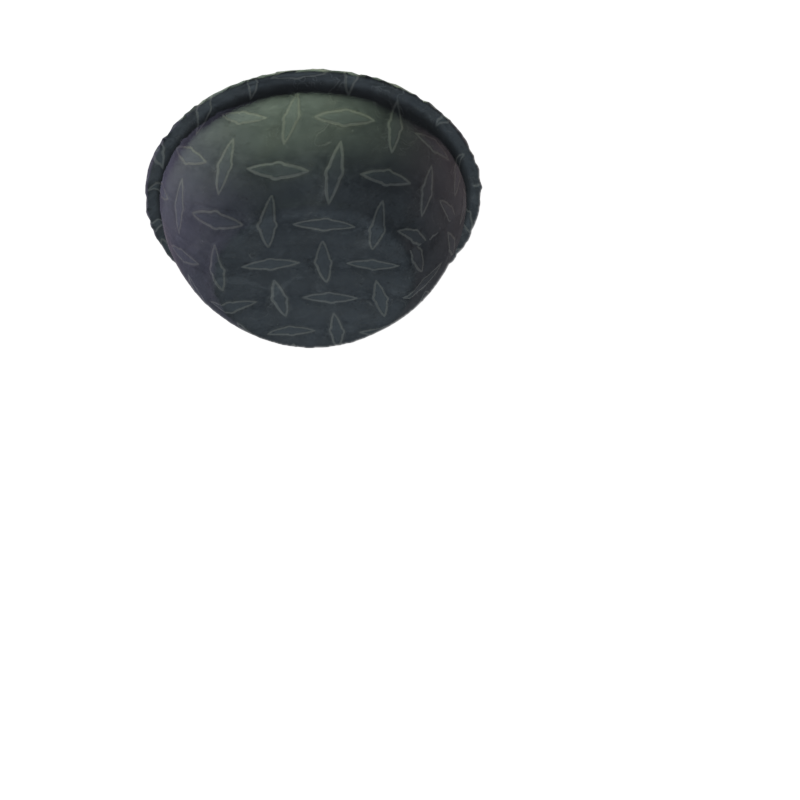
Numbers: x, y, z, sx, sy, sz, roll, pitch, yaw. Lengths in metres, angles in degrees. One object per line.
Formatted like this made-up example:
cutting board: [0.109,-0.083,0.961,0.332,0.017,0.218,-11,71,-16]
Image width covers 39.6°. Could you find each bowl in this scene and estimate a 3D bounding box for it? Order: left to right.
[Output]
bowl: [-0.041,-0.074,0.518,0.162,0.059,0.151,1,-41,-1]
